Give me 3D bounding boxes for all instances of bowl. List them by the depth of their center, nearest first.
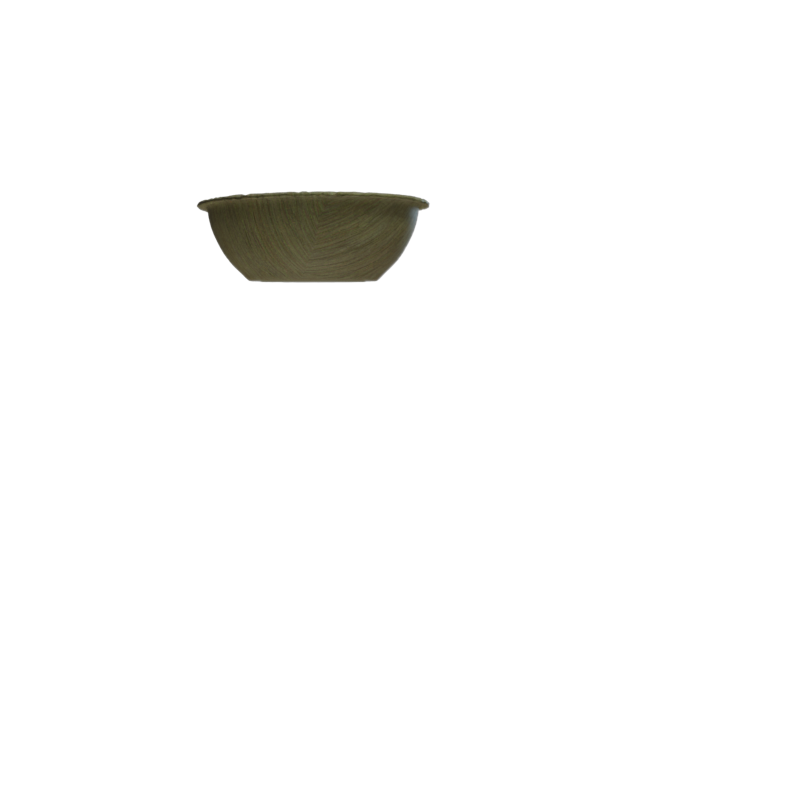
[{"bbox_3d":[-0.060,-0.110,0.771,0.162,0.055,0.163,0,4,-2],"label":"bowl"}]
